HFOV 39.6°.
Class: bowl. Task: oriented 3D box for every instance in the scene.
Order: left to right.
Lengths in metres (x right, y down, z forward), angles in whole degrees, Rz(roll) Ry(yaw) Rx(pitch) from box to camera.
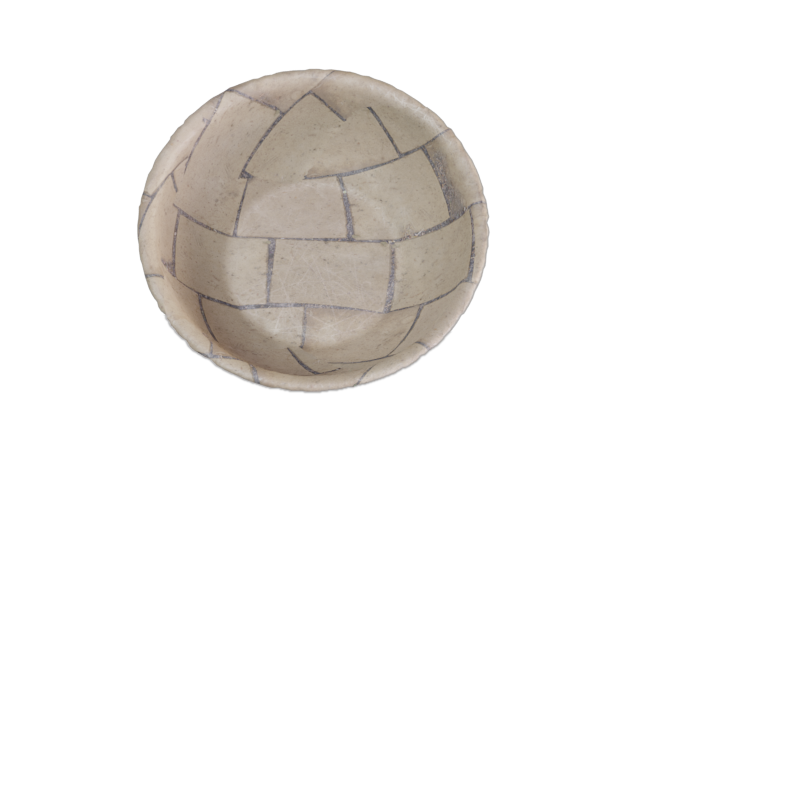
[{"bbox_3d":[-0.042,-0.076,0.532,0.162,0.170,0.052,-1,-21,-1],"label":"bowl"}]
